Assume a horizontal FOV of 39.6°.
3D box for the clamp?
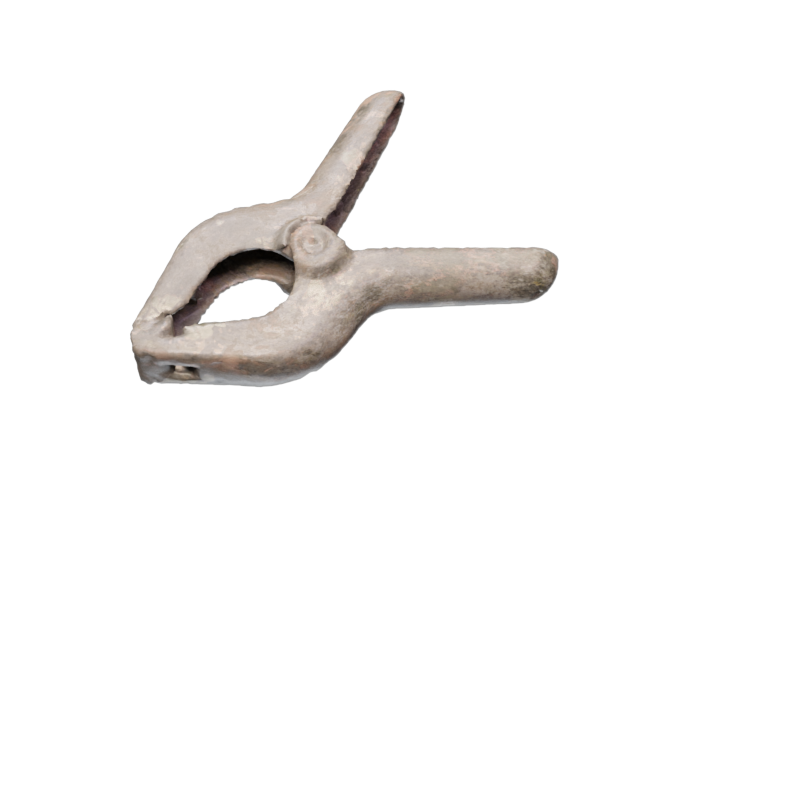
[{"bbox_3d":[-0.036,-0.065,0.456,0.170,0.130,0.037,-21,-35,-16],"label":"clamp"}]
